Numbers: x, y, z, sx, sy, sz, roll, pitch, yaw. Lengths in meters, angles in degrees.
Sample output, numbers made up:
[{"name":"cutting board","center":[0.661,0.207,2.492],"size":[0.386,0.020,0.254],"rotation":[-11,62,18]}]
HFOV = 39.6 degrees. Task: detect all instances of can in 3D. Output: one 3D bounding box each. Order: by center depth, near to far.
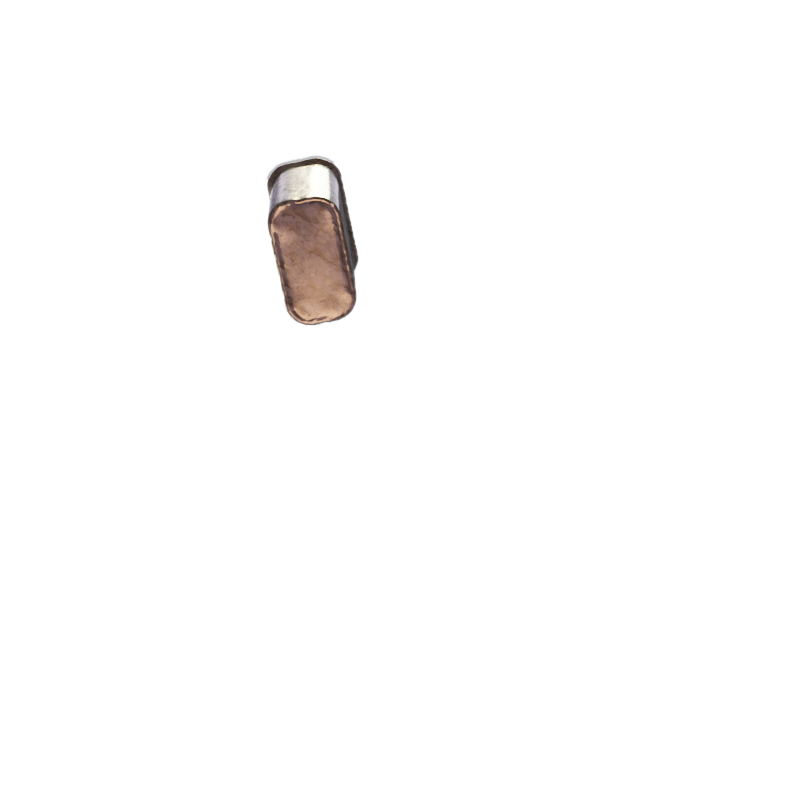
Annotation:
[{"name":"can","center":[-0.064,-0.116,0.814],"size":[0.058,0.096,0.088],"rotation":[-11,25,2]}]
